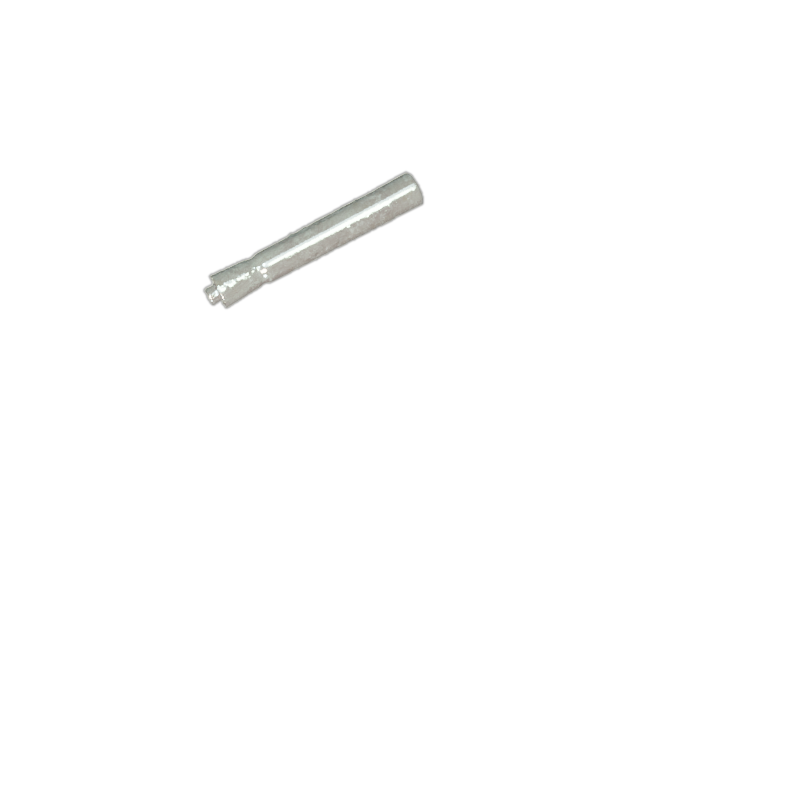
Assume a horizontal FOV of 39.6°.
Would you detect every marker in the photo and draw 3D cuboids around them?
[{"bbox_3d":[-0.044,-0.081,0.565,0.121,0.019,0.020,-29,10,-9],"label":"marker"}]
